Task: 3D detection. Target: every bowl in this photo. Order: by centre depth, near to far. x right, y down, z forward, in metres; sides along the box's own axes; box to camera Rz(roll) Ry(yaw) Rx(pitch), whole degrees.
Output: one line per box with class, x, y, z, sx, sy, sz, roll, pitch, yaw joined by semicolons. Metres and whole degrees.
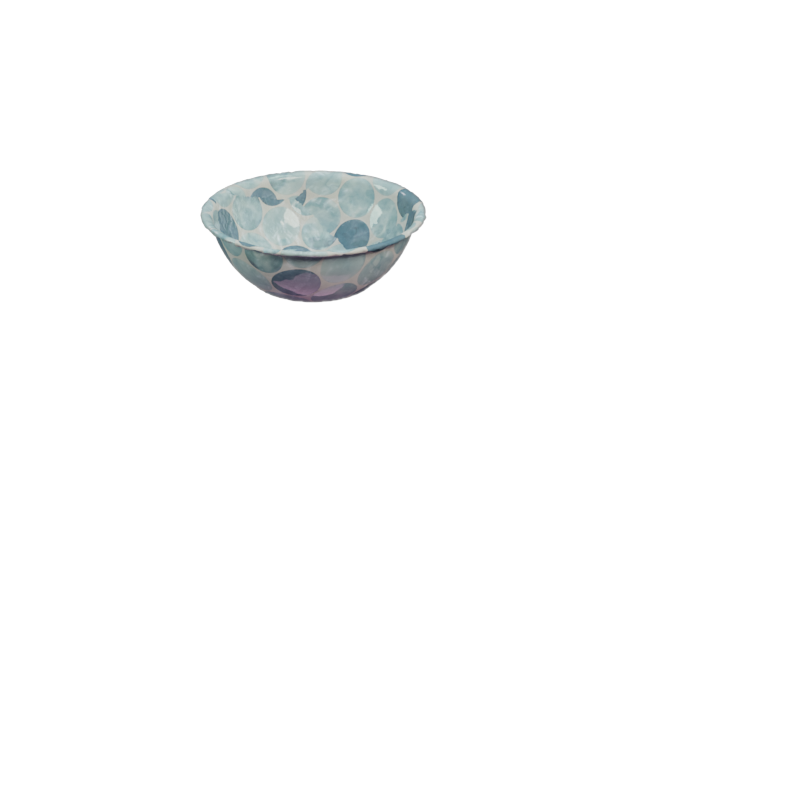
bowl;-0.063;-0.115;0.807;0.162;0.052;0.172;-1;29;-2
